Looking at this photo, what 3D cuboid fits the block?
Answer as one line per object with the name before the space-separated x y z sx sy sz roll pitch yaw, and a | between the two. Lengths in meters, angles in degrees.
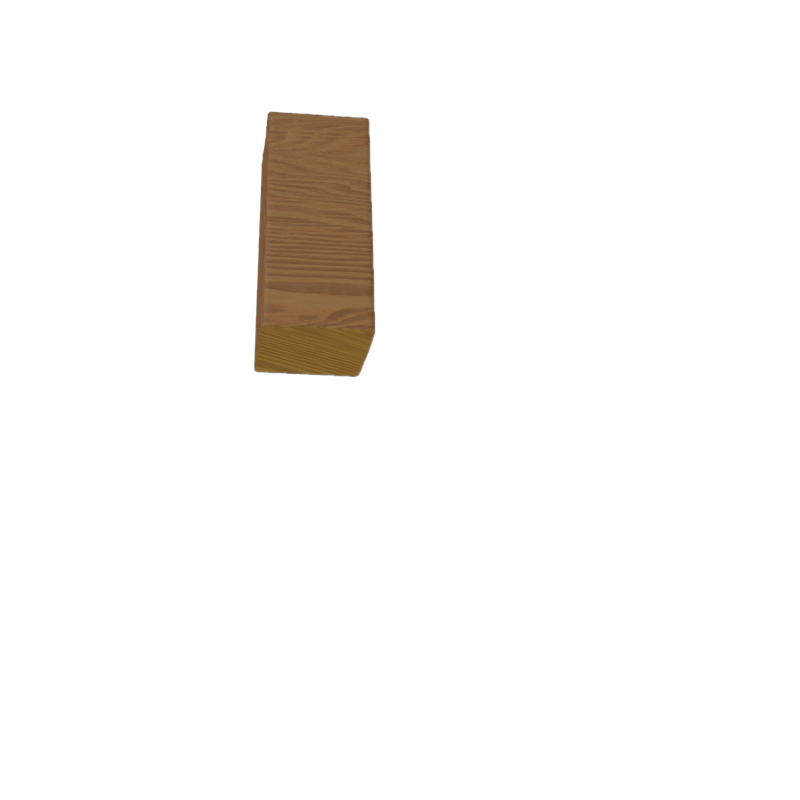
block | -0.073 -0.133 0.937 0.090 0.219 0.086 2 -29 -8
